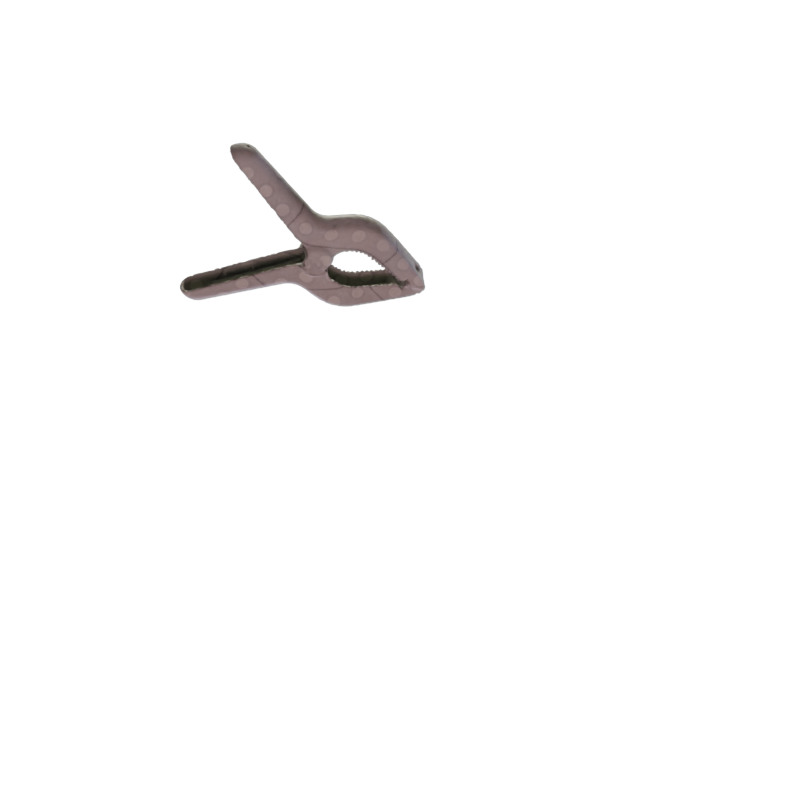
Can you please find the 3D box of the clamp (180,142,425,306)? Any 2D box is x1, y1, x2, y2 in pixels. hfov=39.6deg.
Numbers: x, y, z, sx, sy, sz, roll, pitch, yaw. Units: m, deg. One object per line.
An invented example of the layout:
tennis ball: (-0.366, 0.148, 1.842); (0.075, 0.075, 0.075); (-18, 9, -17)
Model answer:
clamp: (-0.075, -0.137, 0.958); (0.207, 0.156, 0.039); (10, 40, -9)
